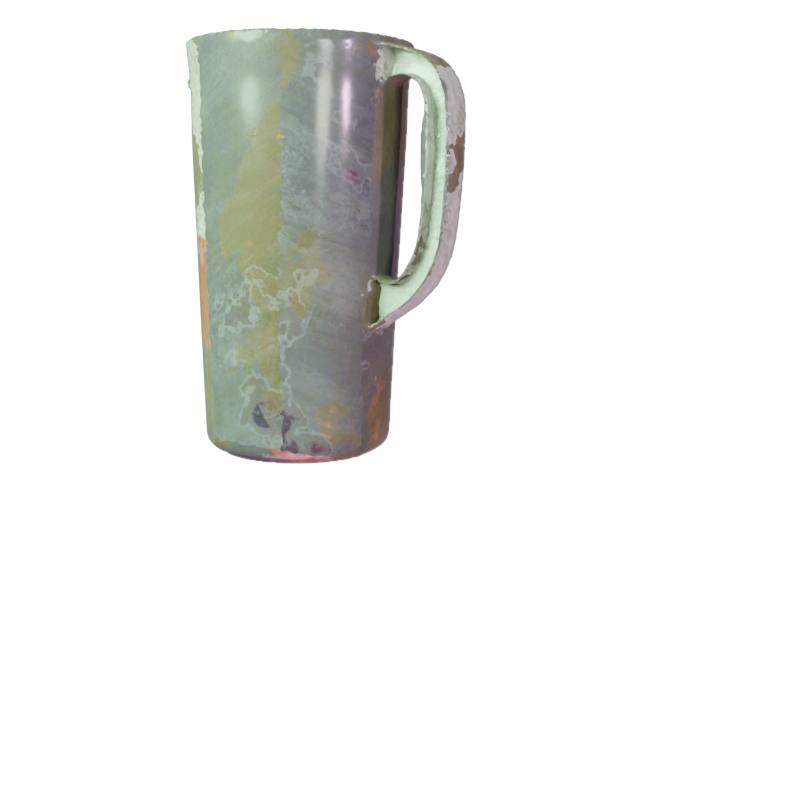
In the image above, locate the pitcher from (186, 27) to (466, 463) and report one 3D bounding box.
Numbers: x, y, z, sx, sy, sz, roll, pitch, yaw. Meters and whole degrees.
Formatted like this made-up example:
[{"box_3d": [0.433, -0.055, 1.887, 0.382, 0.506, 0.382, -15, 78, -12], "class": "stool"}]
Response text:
[{"box_3d": [-0.050, -0.092, 0.644, 0.143, 0.241, 0.153, -1, 4, -12], "class": "pitcher"}]
